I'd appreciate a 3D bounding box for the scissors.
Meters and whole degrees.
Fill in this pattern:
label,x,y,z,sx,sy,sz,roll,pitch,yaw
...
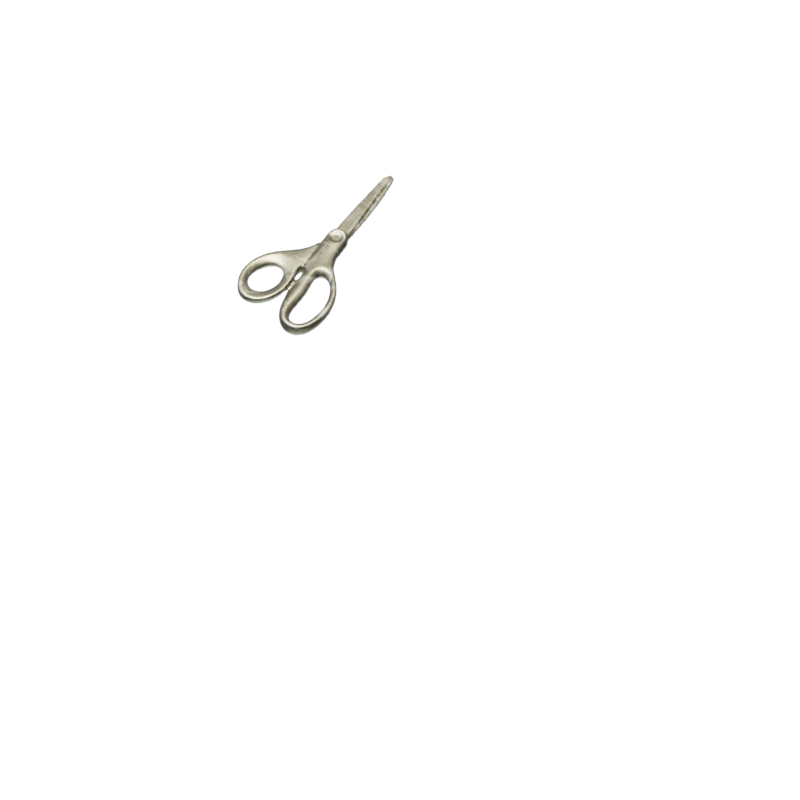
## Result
label,x,y,z,sx,sy,sz,roll,pitch,yaw
scissors,-0.078,-0.142,0.998,0.098,0.212,0.015,12,-37,9
